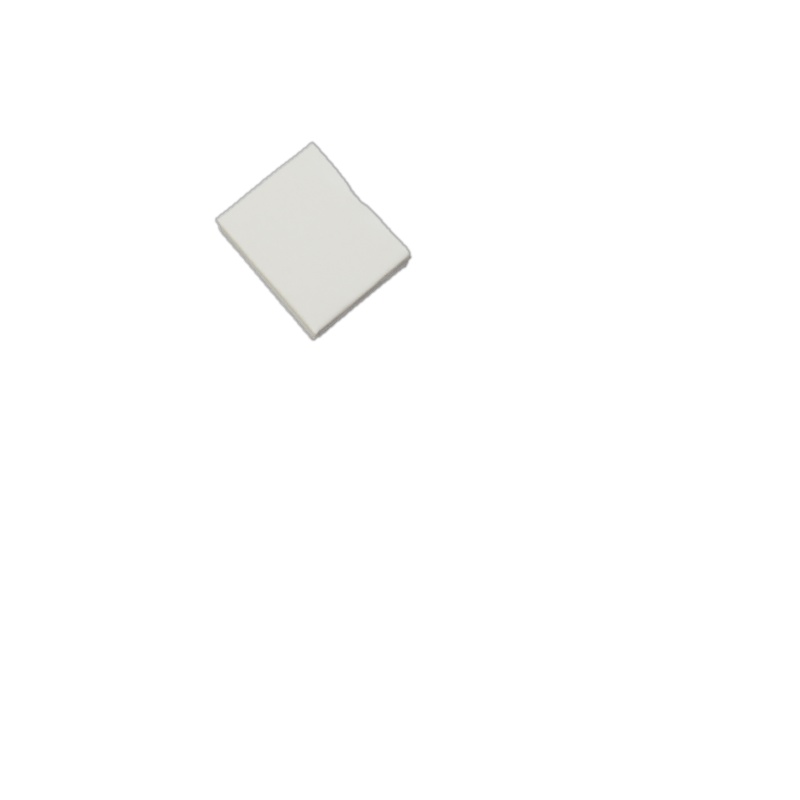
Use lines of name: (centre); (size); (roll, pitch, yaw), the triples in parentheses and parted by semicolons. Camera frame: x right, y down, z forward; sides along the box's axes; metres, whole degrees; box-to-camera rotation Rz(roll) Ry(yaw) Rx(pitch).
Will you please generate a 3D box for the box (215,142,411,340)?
box: (-0.050, -0.091, 0.638); (0.073, 0.091, 0.029); (-40, -9, -8)
